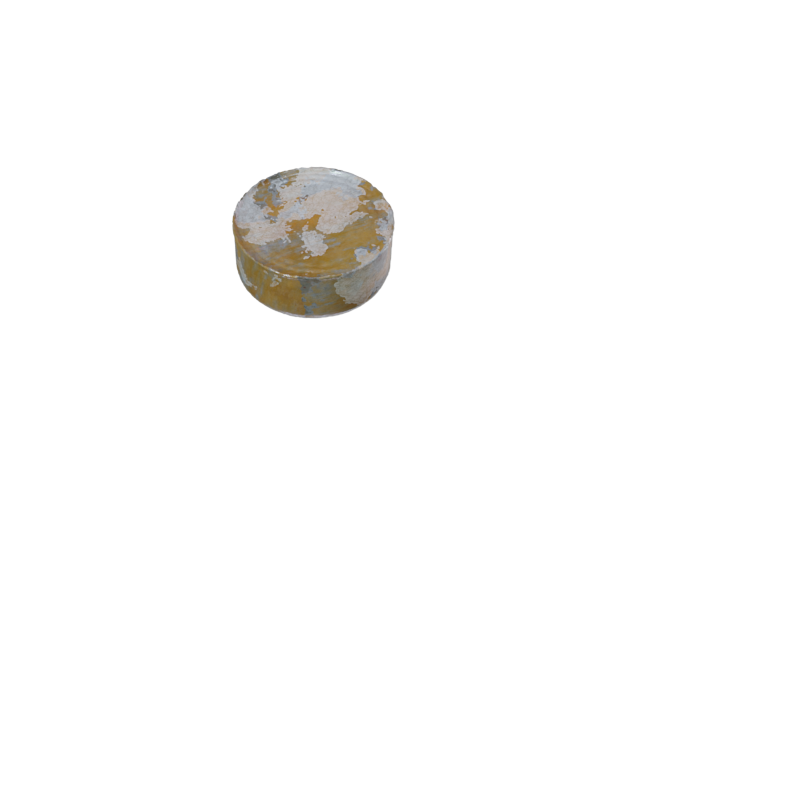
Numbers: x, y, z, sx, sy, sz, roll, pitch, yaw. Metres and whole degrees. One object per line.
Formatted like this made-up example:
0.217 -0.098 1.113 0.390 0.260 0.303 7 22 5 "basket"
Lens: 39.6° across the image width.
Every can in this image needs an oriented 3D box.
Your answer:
-0.047 -0.085 0.596 0.086 0.092 0.031 -1 -42 -1 "can"
